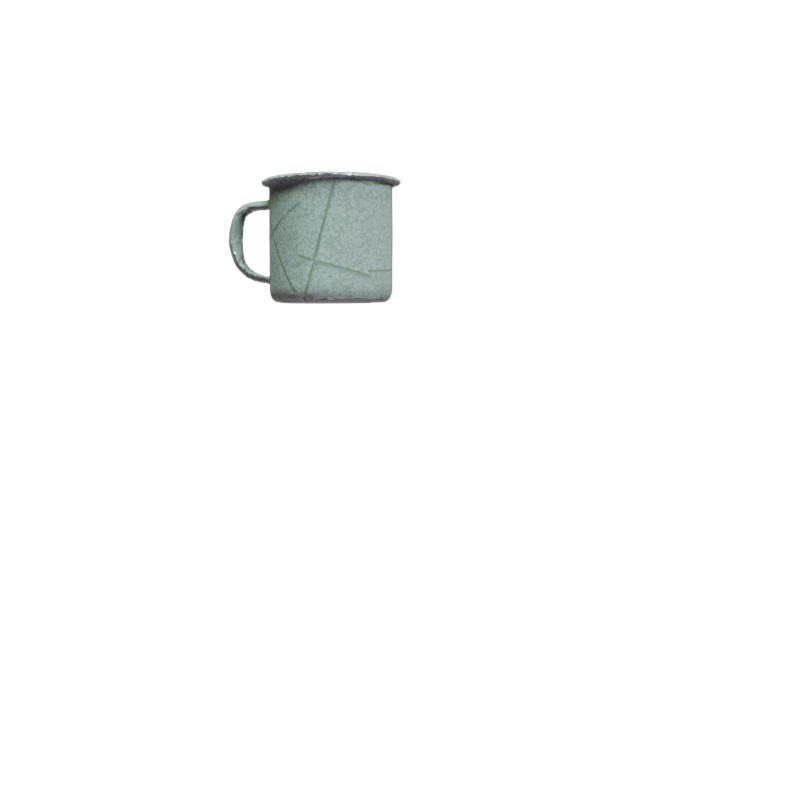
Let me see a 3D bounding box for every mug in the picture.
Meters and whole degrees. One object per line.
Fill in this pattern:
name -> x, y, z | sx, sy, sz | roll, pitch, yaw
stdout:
mug -> -0.058, -0.106, 0.741 | 0.119, 0.082, 0.092 | 0, 0, 10
